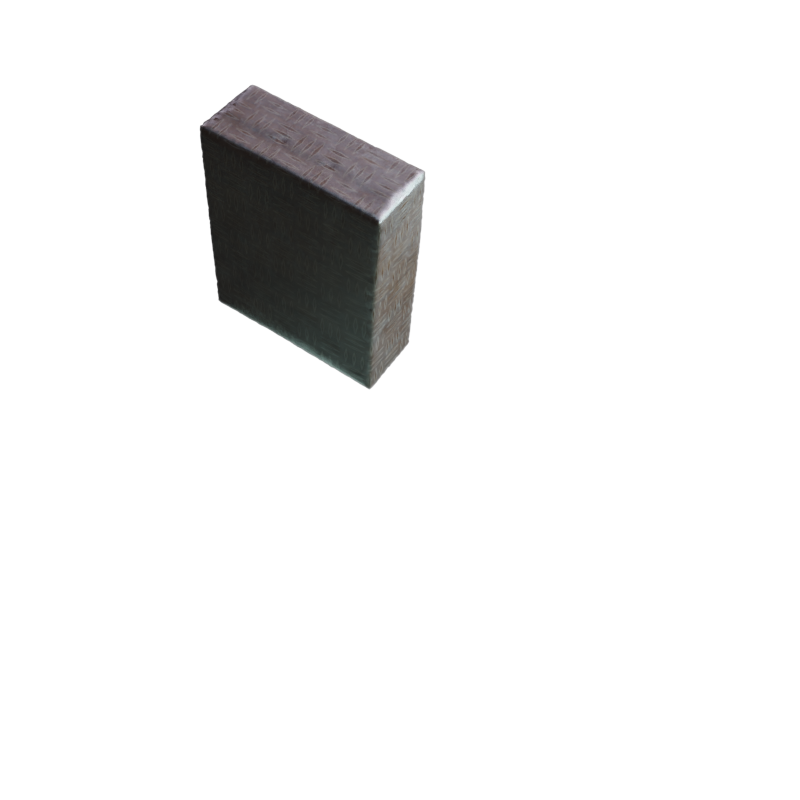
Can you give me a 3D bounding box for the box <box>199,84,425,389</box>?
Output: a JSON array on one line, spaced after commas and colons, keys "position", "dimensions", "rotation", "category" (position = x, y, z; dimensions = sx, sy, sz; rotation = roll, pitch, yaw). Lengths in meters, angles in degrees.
[{"position": [-0.069, -0.126, 0.883], "dimensions": [0.172, 0.073, 0.200], "rotation": [31, -32, 19], "category": "box"}]
